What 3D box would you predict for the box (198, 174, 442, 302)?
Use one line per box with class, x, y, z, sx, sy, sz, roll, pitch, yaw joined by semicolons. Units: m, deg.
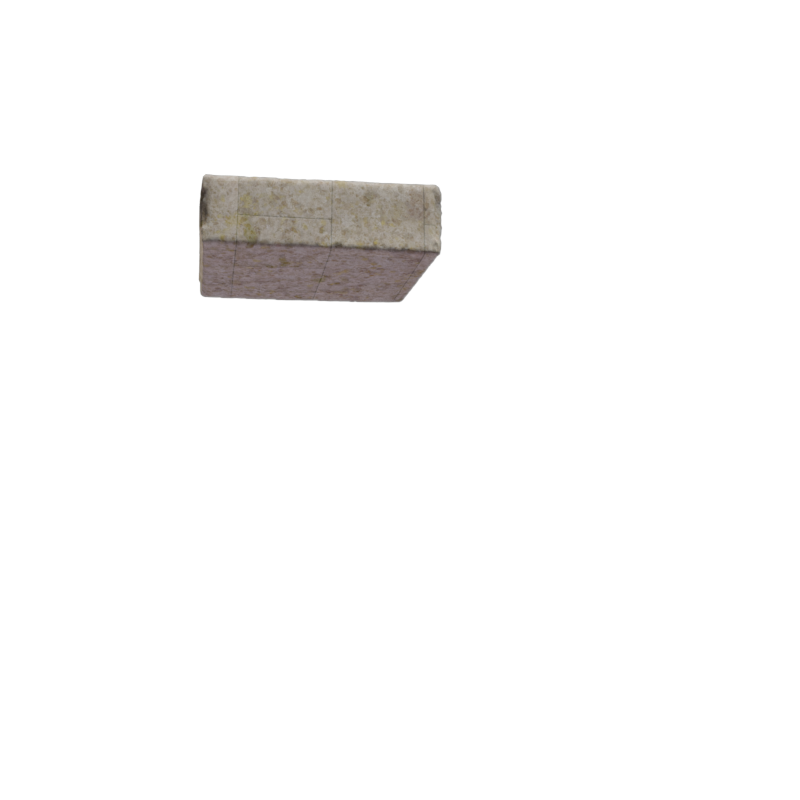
box;-0.034;-0.062;0.434;0.088;0.031;0.071;1;-11;-7
